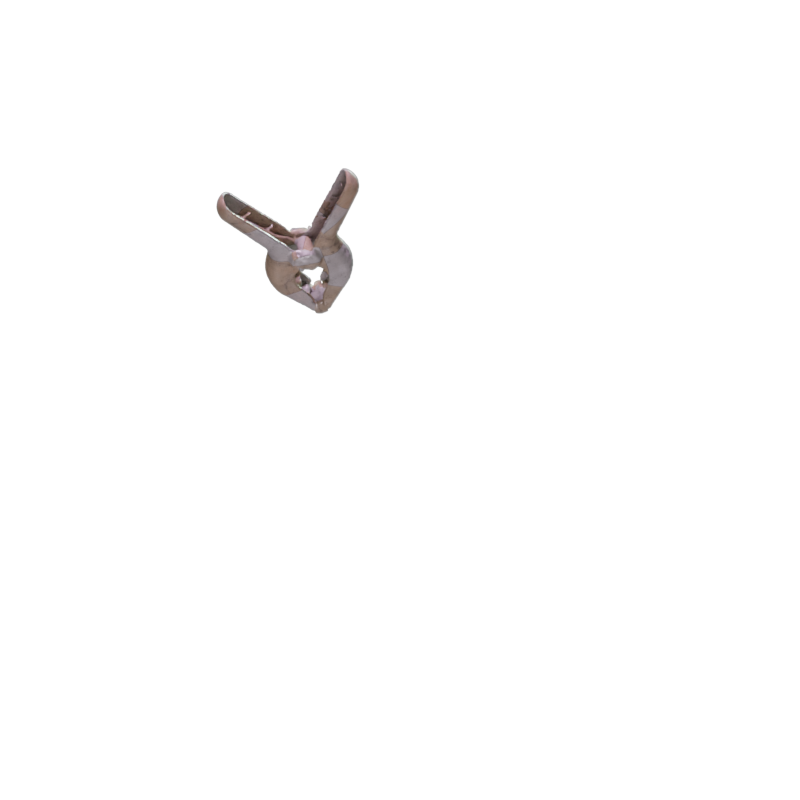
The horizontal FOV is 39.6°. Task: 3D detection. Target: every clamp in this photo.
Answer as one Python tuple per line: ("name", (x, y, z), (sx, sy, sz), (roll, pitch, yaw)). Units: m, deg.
("clamp", (-0.077, -0.140, 0.978), (0.121, 0.042, 0.158), (-10, -33, 15))
